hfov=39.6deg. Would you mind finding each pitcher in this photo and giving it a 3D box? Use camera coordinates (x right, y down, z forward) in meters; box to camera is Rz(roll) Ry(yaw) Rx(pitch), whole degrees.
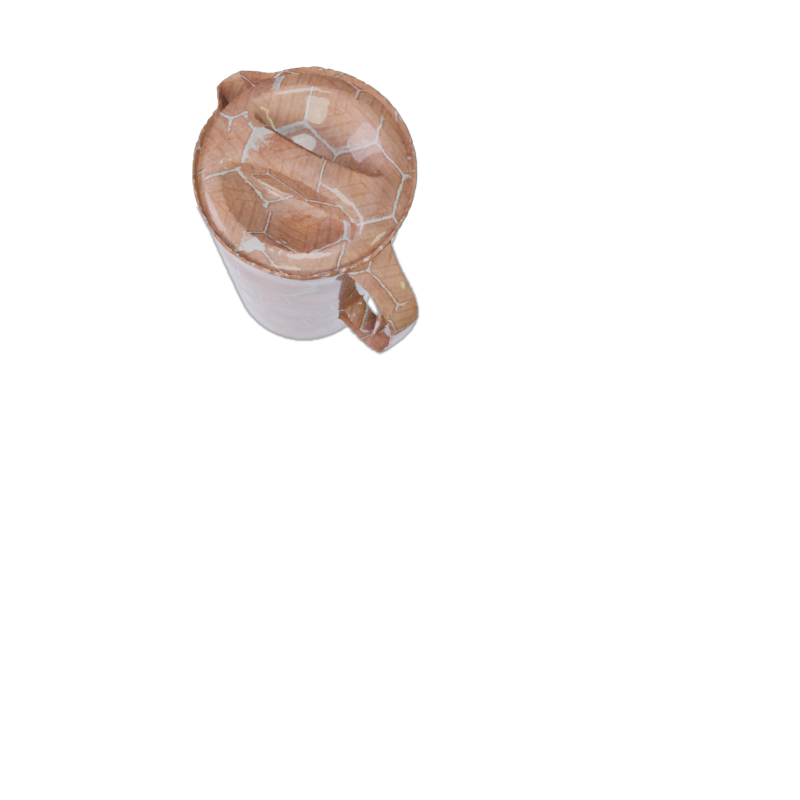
[{"bbox_3d":[-0.059,-0.108,0.756,0.145,0.154,0.235,8,-12,-2],"label":"pitcher"}]
